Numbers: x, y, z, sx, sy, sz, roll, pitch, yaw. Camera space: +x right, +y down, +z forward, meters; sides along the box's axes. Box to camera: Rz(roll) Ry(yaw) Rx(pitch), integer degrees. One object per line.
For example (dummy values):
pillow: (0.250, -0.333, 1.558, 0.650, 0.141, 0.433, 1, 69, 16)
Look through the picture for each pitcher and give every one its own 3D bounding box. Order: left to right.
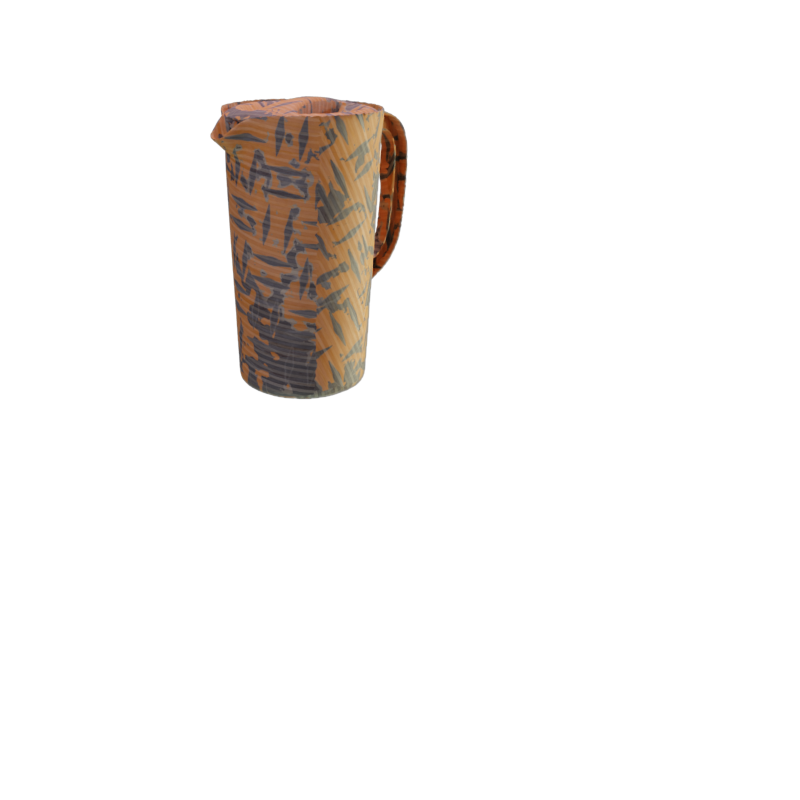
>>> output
pitcher: (-0.073, -0.133, 0.933, 0.150, 0.235, 0.149, 2, 16, 5)
